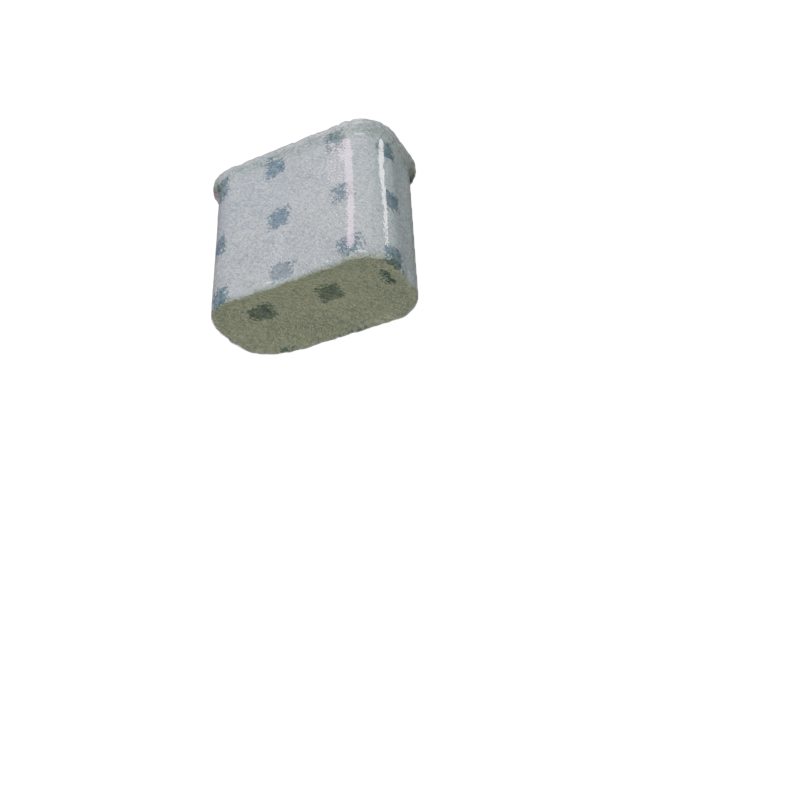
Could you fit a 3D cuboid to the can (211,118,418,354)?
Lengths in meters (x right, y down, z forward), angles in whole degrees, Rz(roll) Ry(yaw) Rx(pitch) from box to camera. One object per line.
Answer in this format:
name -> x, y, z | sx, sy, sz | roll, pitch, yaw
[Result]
can -> -0.042, -0.077, 0.536 | 0.103, 0.090, 0.053 | -18, -39, 21
